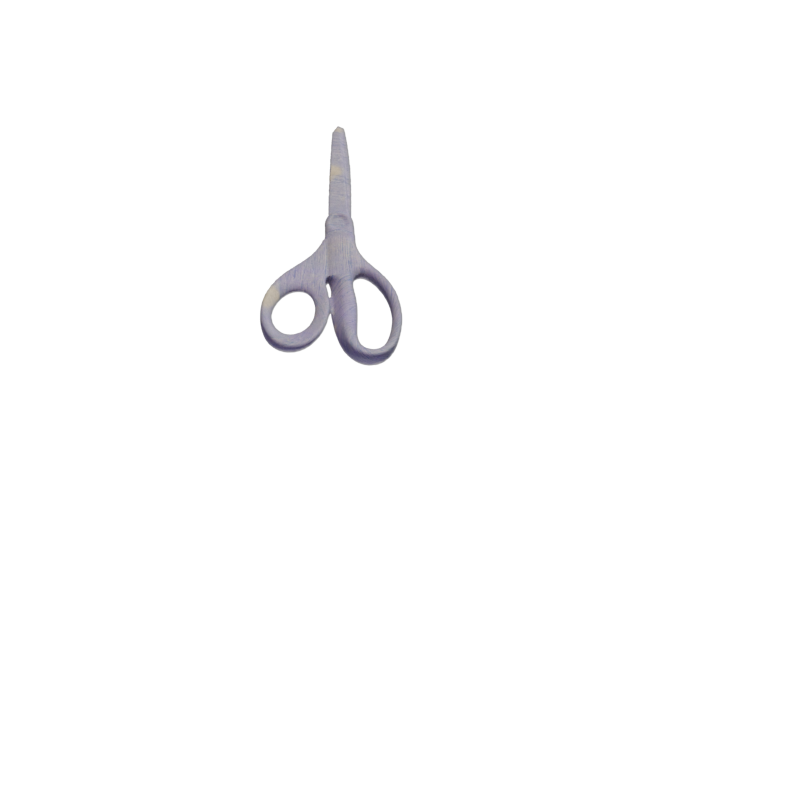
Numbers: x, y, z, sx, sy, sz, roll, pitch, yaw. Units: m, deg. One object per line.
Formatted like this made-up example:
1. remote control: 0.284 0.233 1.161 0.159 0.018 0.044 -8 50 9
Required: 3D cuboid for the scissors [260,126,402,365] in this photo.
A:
1. scissors: -0.057 -0.104 0.726 0.095 0.218 0.015 -13 -37 -10
